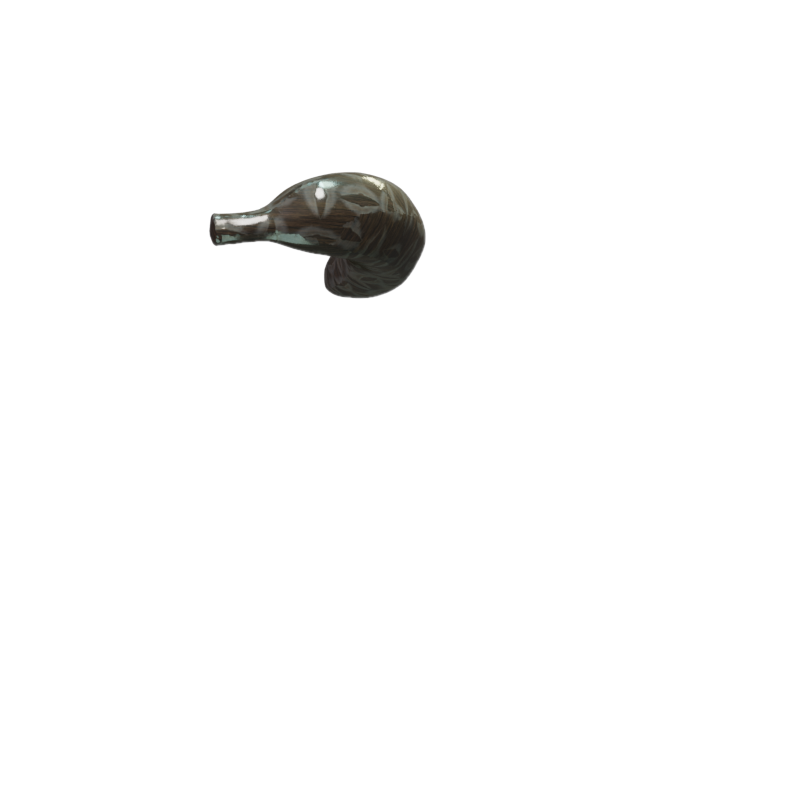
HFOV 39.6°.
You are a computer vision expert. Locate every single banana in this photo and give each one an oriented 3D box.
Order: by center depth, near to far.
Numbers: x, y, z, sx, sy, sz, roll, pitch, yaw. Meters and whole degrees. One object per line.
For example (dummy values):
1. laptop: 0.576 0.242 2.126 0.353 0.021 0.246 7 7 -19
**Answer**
1. banana: -0.022 -0.073 0.498 0.071 0.037 0.191 -1 -3 11
